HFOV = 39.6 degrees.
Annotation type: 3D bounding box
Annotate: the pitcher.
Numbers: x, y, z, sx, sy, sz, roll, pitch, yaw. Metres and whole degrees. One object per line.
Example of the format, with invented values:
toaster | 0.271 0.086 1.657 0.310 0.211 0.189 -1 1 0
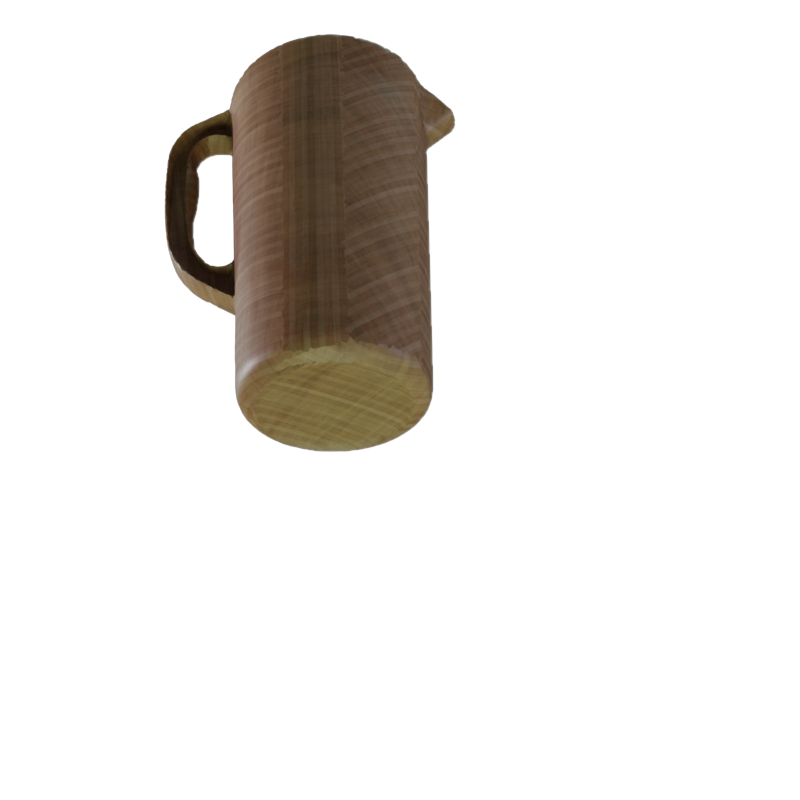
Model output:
pitcher | -0.053 -0.096 0.676 0.136 0.261 0.148 28 -47 -33
